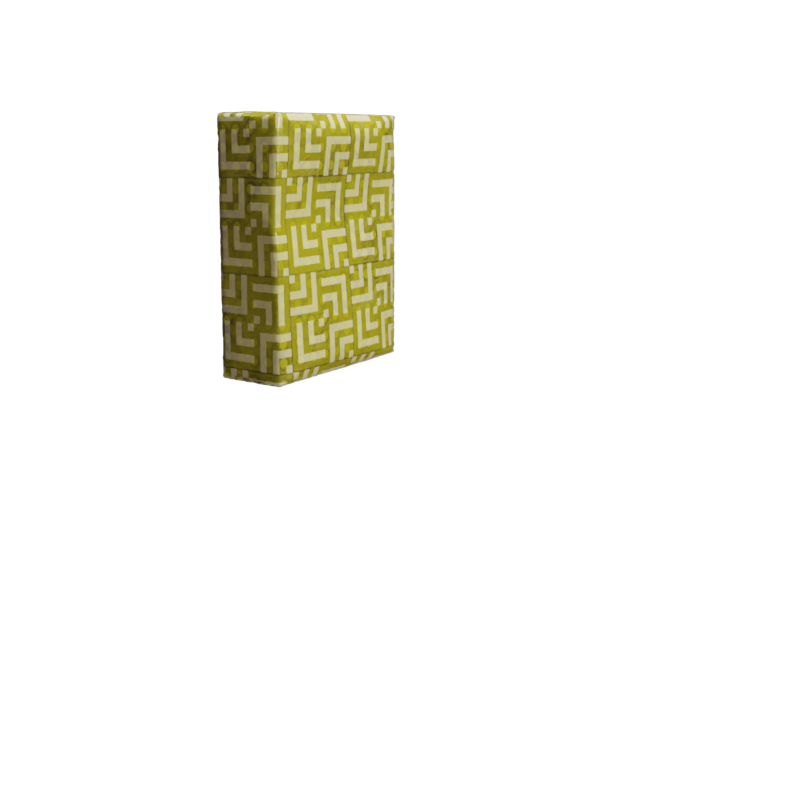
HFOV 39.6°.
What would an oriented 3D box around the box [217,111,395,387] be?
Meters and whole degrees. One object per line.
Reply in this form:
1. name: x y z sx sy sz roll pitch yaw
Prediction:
1. box: -0.072 -0.132 0.923 0.075 0.210 0.160 5 10 35
